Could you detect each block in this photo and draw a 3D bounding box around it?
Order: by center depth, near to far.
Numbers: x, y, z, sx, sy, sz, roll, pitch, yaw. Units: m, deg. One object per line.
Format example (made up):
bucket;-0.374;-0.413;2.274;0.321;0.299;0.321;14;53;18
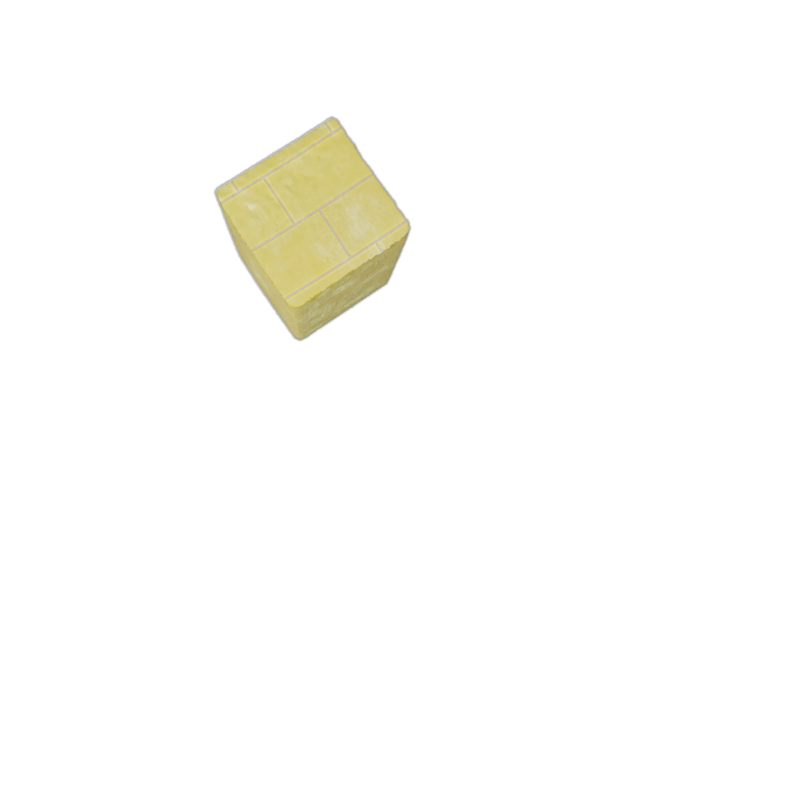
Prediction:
block;-0.060;-0.110;0.772;0.091;0.092;0.203;-34;-1;-5
